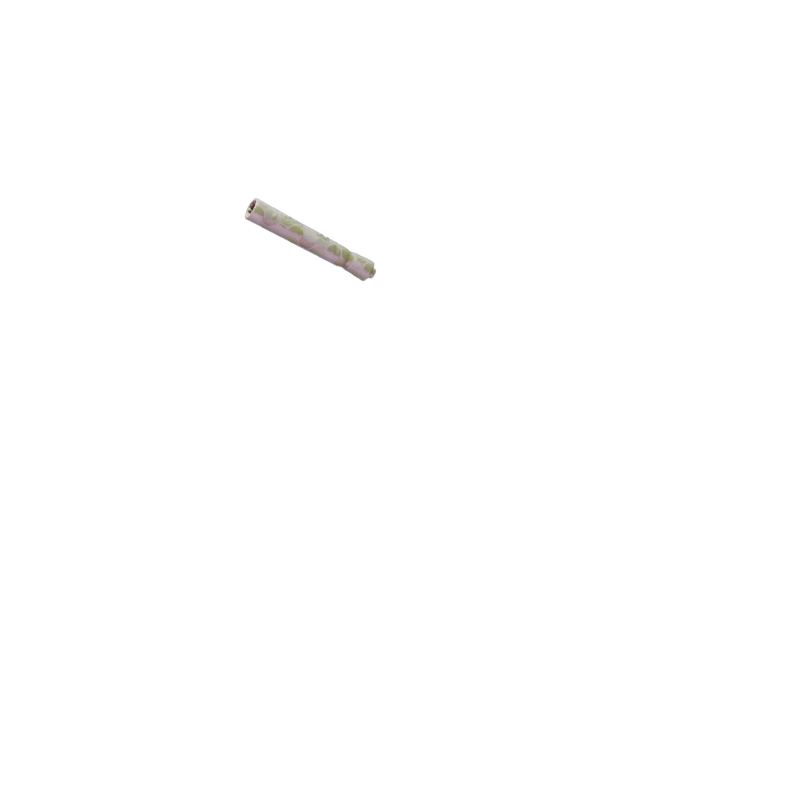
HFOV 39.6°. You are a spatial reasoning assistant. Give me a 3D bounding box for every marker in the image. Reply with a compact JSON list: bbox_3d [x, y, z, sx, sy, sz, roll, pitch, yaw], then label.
[{"bbox_3d":[-0.071,-0.129,0.902,0.115,0.020,0.020,26,-7,-22],"label":"marker"}]
